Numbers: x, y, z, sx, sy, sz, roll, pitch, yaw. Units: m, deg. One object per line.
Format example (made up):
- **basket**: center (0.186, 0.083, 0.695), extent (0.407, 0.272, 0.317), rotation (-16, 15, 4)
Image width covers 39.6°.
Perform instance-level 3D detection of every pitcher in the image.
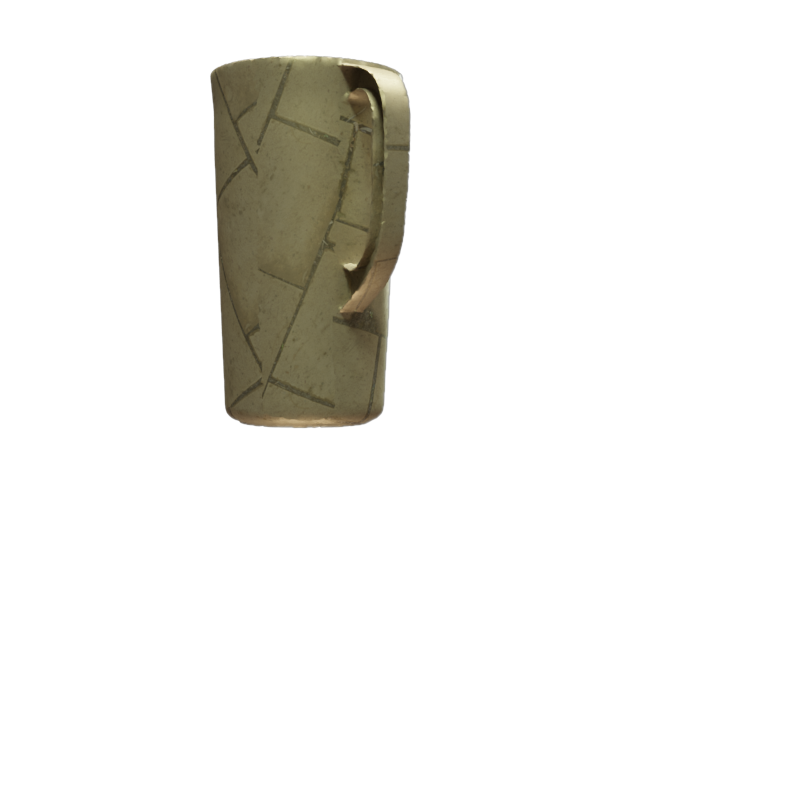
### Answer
- **pitcher**: center (-0.059, -0.107, 0.747), extent (0.147, 0.245, 0.146), rotation (0, -2, 9)
